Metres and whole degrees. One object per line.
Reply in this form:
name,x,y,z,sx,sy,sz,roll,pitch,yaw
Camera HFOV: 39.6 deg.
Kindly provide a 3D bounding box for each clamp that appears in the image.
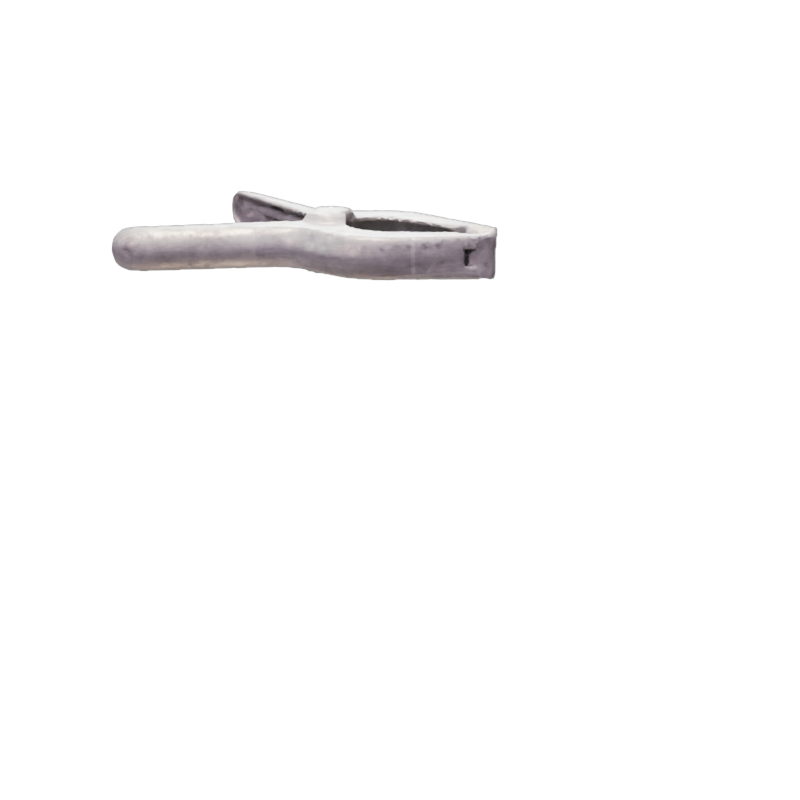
clamp,-0.051,-0.093,0.650,0.218,0.035,0.164,10,22,26
